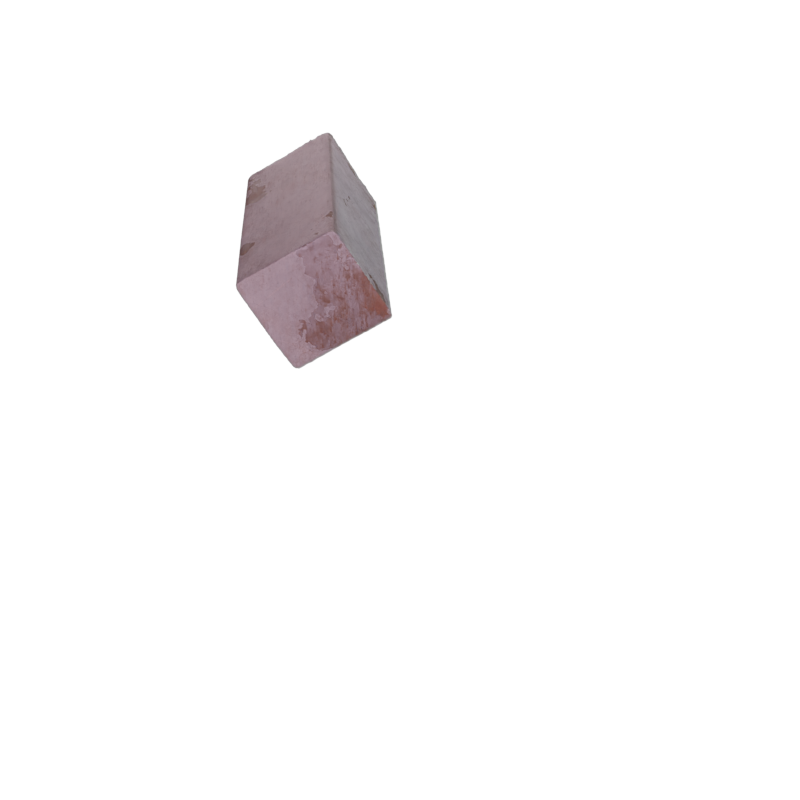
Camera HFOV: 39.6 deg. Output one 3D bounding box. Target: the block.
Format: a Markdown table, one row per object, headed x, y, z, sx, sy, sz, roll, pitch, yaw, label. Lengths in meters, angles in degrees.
| x | y | z | sx | sy | sz | roll | pitch | yaw | label |
| --- | --- | --- | --- | --- | --- | --- | --- | --- | --- |
| -0.073 | -0.132 | 0.924 | 0.091 | 0.085 | 0.219 | -28 | 29 | 13 | block |
